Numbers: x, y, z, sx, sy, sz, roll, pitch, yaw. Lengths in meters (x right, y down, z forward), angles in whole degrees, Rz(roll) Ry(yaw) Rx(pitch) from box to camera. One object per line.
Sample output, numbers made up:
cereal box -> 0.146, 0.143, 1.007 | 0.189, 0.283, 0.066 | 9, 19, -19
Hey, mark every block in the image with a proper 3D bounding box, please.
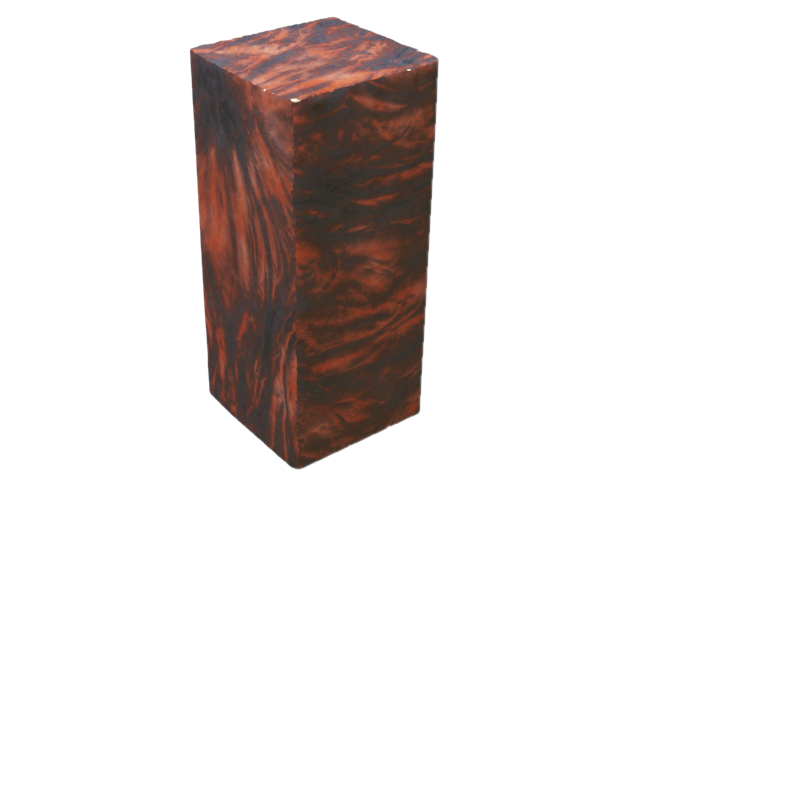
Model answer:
block -> -0.045, -0.082, 0.578 | 0.090, 0.194, 0.097 | -21, 38, -33
